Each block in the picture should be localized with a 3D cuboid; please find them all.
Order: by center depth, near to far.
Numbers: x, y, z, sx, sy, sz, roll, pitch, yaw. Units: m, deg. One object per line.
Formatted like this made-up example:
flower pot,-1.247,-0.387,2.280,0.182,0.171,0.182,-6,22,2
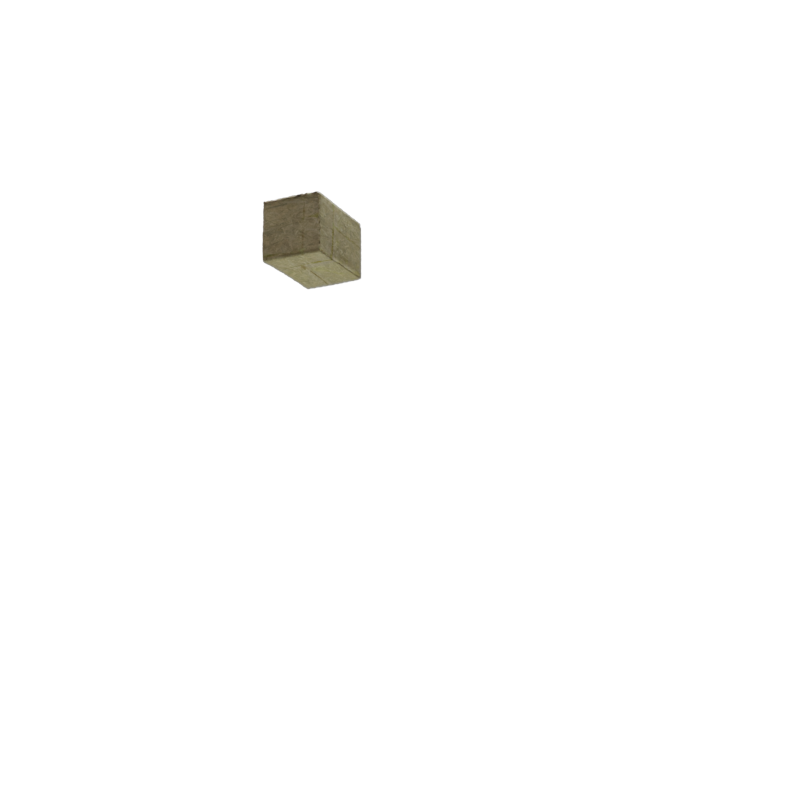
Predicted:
block,-0.070,-0.128,0.895,0.054,0.054,0.073,-8,-18,23
